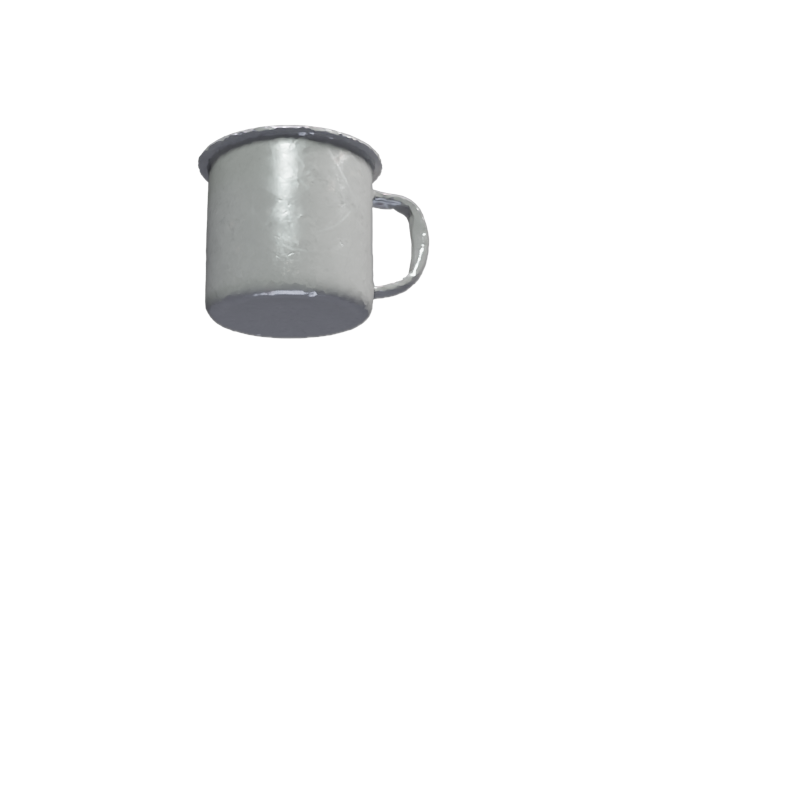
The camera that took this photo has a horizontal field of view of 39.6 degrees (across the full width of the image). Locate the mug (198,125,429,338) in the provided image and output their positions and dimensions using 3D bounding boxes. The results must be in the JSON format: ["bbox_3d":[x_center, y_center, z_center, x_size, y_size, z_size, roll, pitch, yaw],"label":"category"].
[{"bbox_3d":[-0.043,-0.078,0.550,0.115,0.085,0.091,3,-17,-14],"label":"mug"}]
